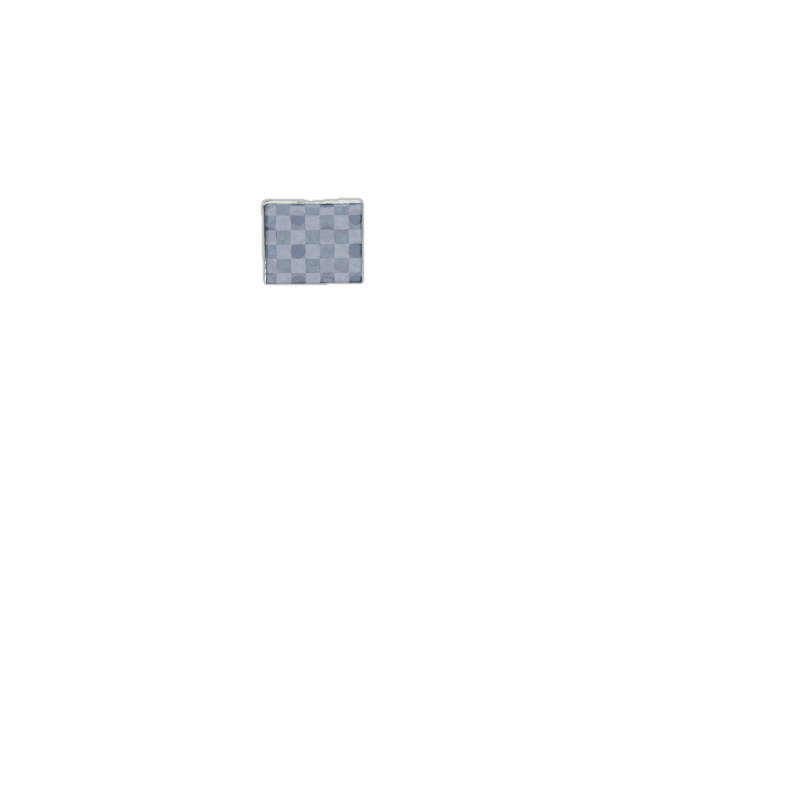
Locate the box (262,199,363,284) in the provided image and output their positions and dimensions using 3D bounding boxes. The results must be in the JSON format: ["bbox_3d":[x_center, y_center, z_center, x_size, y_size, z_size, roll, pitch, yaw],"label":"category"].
[{"bbox_3d":[-0.077,-0.141,0.985,0.089,0.072,0.031,0,9,0],"label":"box"}]
